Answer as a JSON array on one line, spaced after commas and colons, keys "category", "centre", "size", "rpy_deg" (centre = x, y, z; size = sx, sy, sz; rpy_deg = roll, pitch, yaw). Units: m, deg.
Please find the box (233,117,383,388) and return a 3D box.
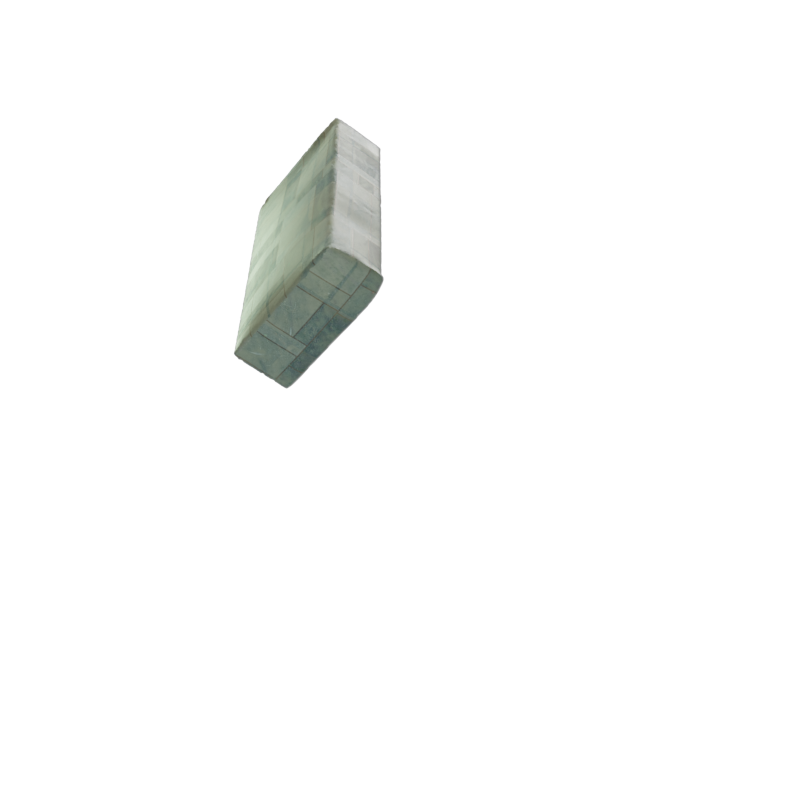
[{"category": "box", "centre": [-0.054, -0.098, 0.686], "size": [0.046, 0.091, 0.188], "rpy_deg": [32, 28, -24]}]
